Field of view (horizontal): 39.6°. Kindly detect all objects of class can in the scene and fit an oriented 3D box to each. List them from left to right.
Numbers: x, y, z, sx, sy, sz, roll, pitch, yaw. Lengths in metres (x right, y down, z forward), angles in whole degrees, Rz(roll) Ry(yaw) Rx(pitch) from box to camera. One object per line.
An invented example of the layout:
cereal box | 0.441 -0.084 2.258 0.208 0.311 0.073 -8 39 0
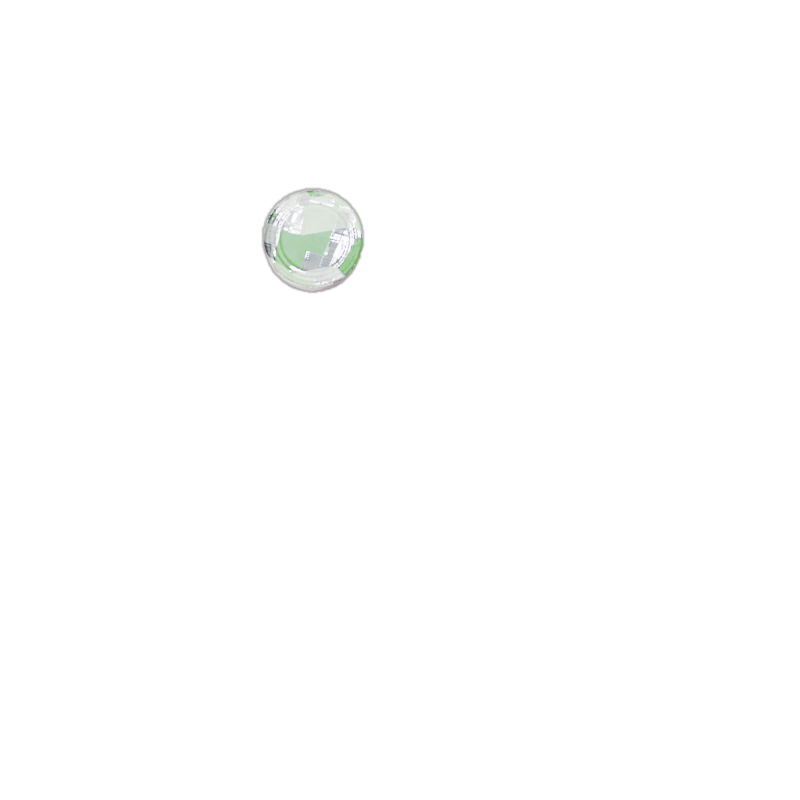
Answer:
can | -0.075 -0.137 0.958 0.086 0.088 0.033 0 -10 -1
